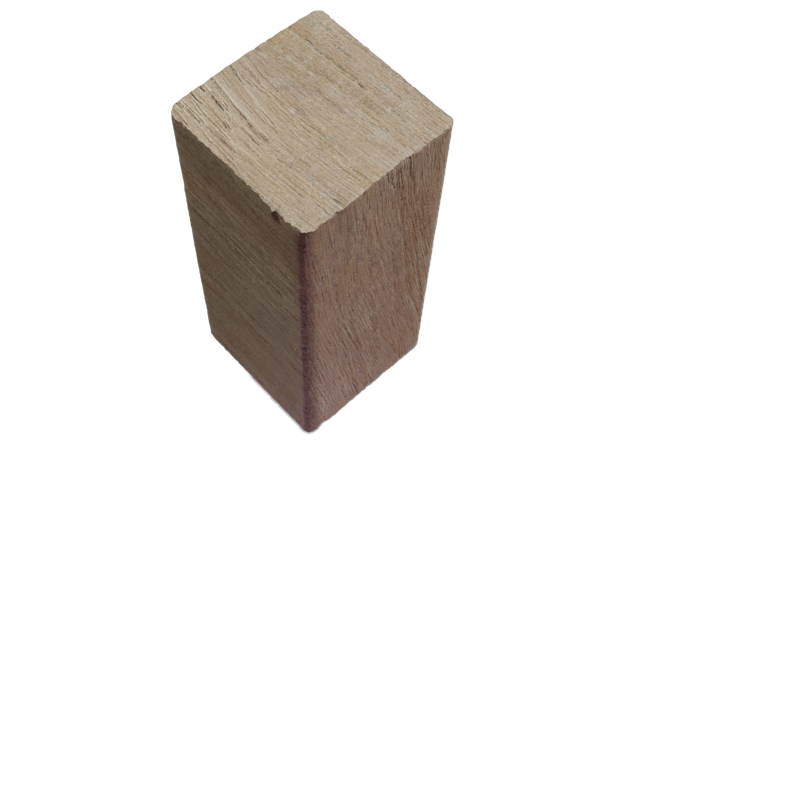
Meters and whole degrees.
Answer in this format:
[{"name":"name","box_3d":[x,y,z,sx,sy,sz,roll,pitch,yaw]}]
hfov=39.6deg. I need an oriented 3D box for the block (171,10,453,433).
[{"name":"block","box_3d":[-0.044,-0.079,0.556,0.091,0.095,0.194,-39,-18,-20]}]
